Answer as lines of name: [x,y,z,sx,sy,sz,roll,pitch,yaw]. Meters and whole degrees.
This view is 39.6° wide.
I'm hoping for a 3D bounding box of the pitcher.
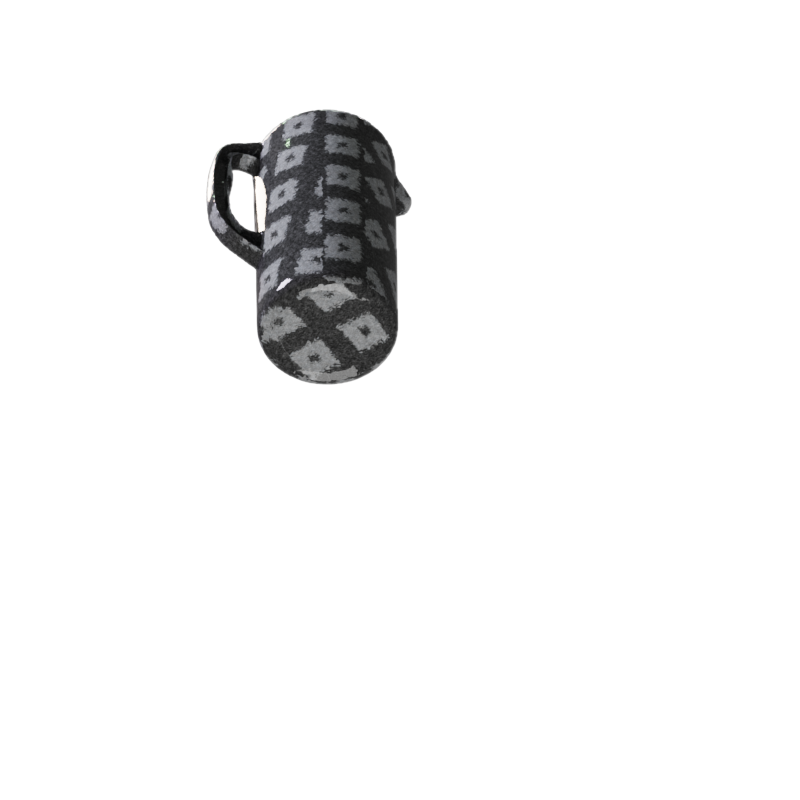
pitcher: [-0.073,-0.133,0.931,0.150,0.134,0.260,-20,38,13]
